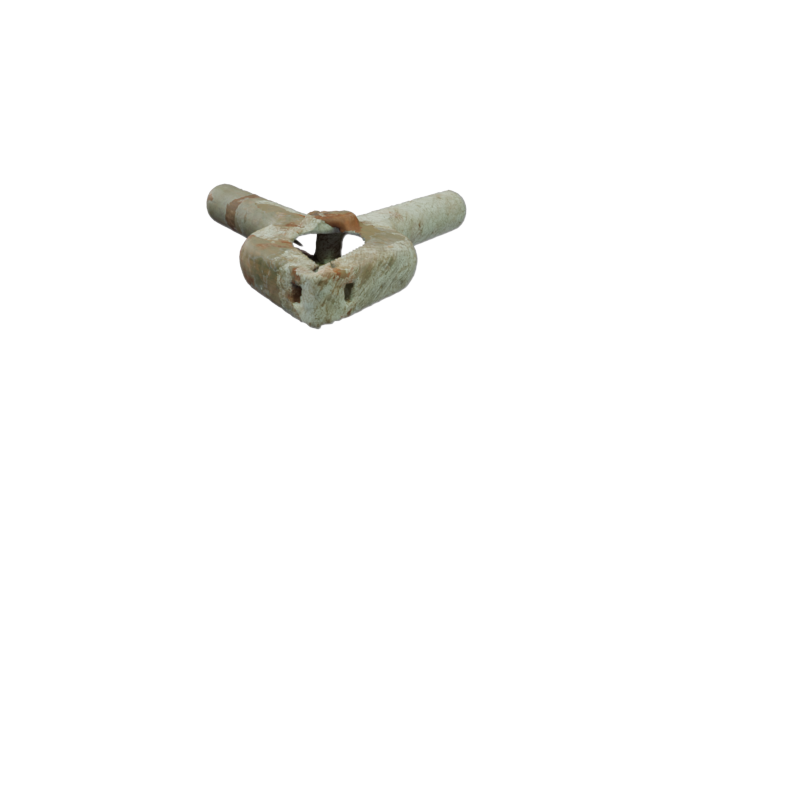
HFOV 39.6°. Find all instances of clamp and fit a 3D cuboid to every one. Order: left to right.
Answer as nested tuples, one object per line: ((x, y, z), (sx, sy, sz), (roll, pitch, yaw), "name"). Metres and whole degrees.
((-0.049, -0.090, 0.629), (0.166, 0.035, 0.217), (3, 23, 7), "clamp")
